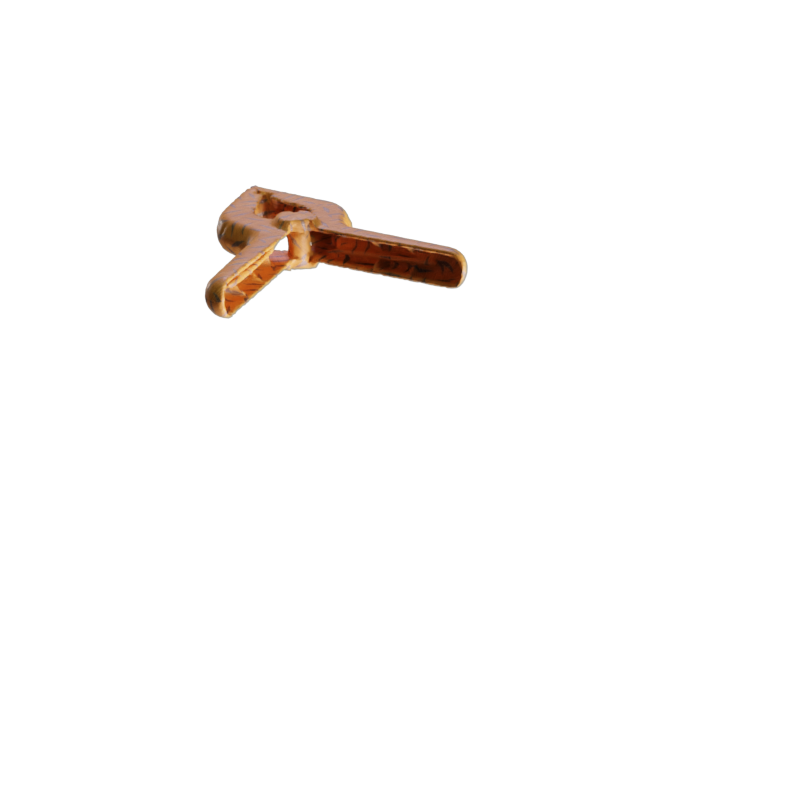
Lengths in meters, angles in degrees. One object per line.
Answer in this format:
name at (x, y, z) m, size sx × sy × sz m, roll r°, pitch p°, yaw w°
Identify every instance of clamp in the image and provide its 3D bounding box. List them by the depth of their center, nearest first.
clamp at (-0.058, -0.107, 0.747) m, size 0.162 × 0.035 × 0.223 m, roll -6°, pitch 25°, yaw -12°
